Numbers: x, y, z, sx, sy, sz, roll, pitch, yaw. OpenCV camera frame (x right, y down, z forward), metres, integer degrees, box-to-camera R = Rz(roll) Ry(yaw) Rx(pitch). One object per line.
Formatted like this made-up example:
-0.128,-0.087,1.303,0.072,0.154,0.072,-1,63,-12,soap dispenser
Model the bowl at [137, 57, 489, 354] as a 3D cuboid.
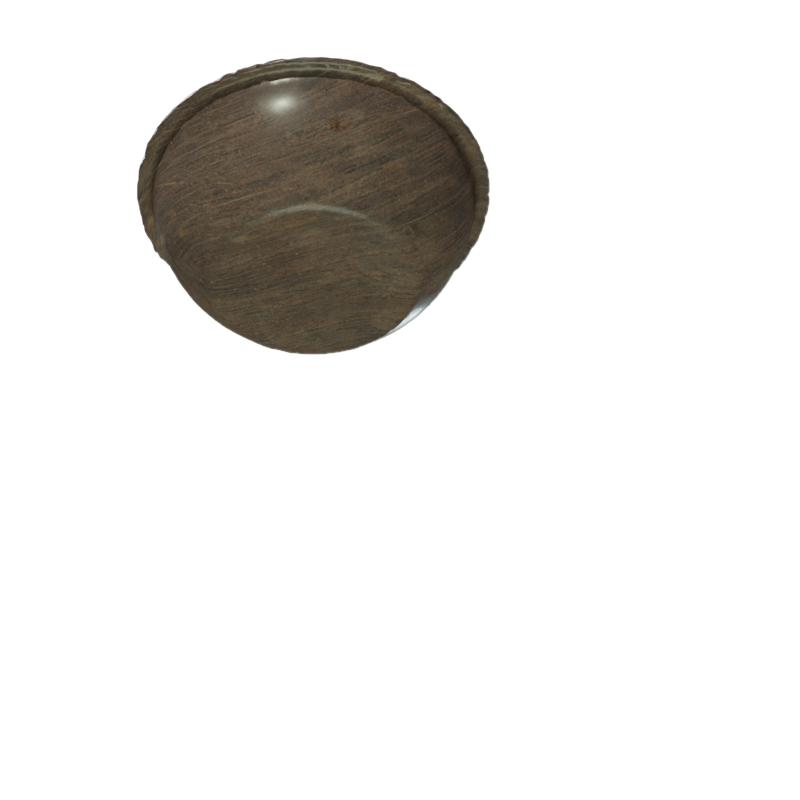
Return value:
-0.038,-0.070,0.491,0.162,0.059,0.151,1,-43,-1,bowl
